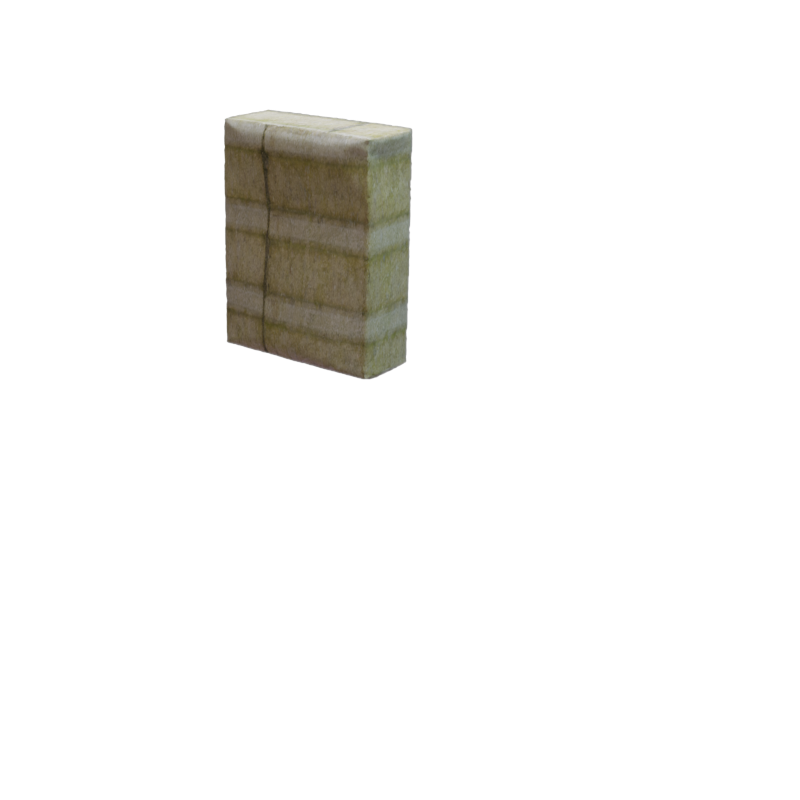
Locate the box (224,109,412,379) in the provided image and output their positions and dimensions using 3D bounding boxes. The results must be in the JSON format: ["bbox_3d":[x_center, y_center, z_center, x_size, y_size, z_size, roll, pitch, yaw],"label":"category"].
[{"bbox_3d":[-0.077,-0.140,0.982,0.173,0.206,0.071,14,21,35],"label":"box"}]
